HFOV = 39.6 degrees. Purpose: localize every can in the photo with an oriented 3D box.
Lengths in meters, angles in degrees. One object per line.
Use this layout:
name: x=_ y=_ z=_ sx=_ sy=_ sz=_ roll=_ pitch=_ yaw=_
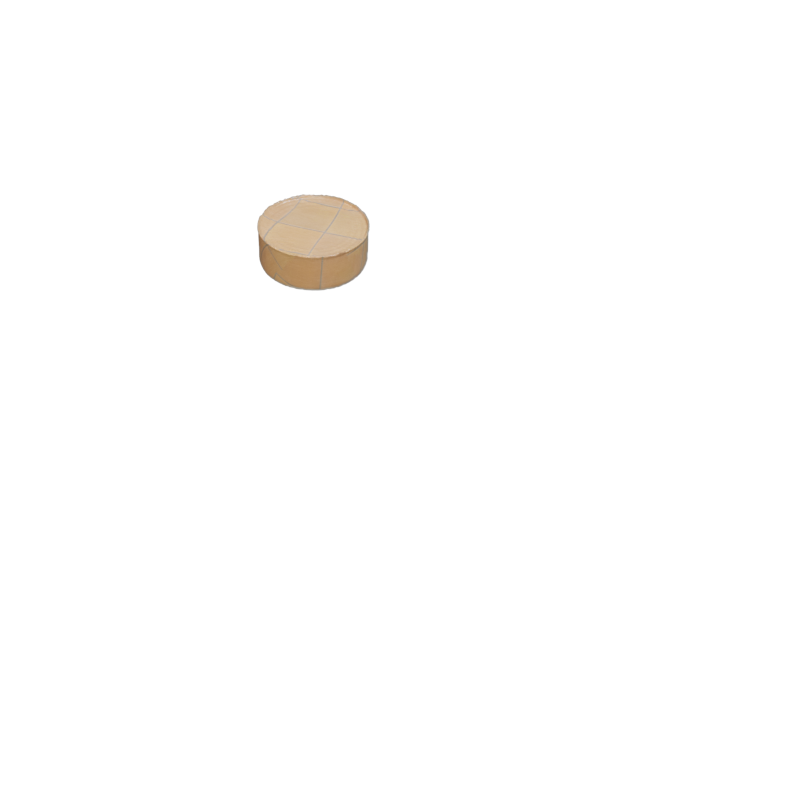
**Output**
can: x=-0.067 y=-0.122 z=0.854 sx=0.086 sy=0.031 sz=0.092 roll=-1 pitch=40 yaw=-2
